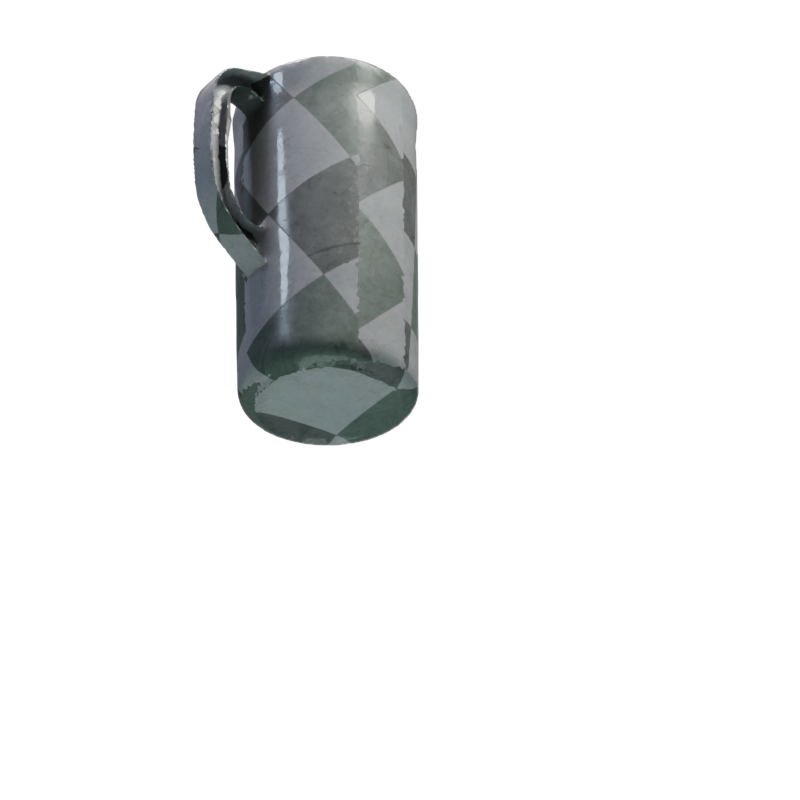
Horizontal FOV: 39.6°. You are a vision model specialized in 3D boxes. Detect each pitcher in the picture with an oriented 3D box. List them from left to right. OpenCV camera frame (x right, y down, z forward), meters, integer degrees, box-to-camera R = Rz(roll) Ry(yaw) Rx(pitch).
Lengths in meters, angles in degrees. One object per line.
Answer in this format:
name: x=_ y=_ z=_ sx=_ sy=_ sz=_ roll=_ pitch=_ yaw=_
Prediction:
pitcher: x=-0.057 y=-0.103 z=0.722 sx=0.149 sy=0.260 sz=0.135 roll=-2 pitch=-36 yaw=0
